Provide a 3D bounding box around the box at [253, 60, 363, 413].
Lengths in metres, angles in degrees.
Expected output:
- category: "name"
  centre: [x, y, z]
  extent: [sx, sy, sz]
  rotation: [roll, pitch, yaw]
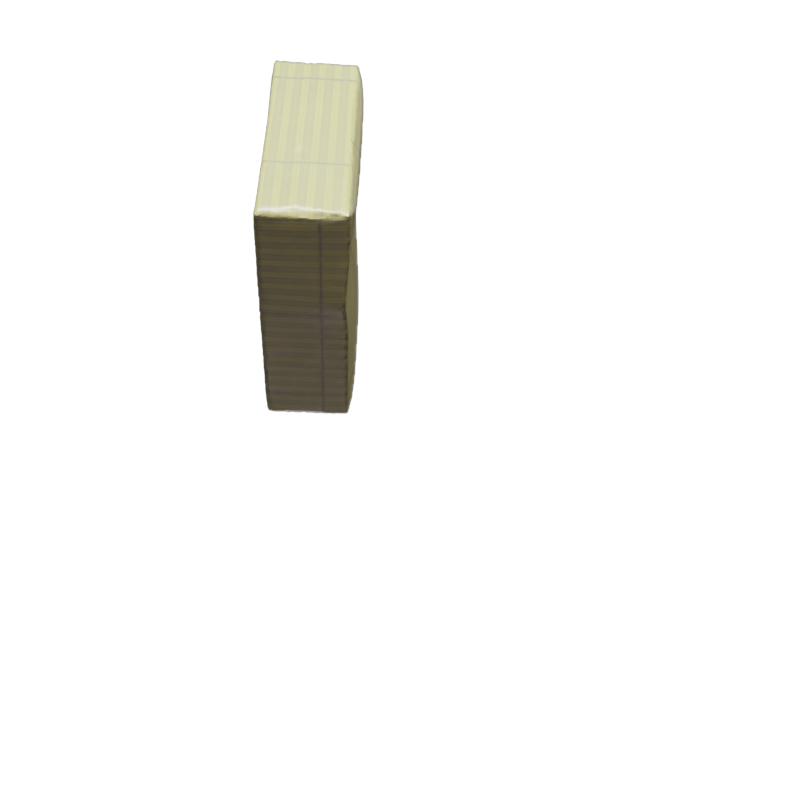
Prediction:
- category: "box"
  centre: [-0.065, -0.118, 0.825]
  extent: [0.072, 0.176, 0.199]
  rotation: [2, -40, -2]
